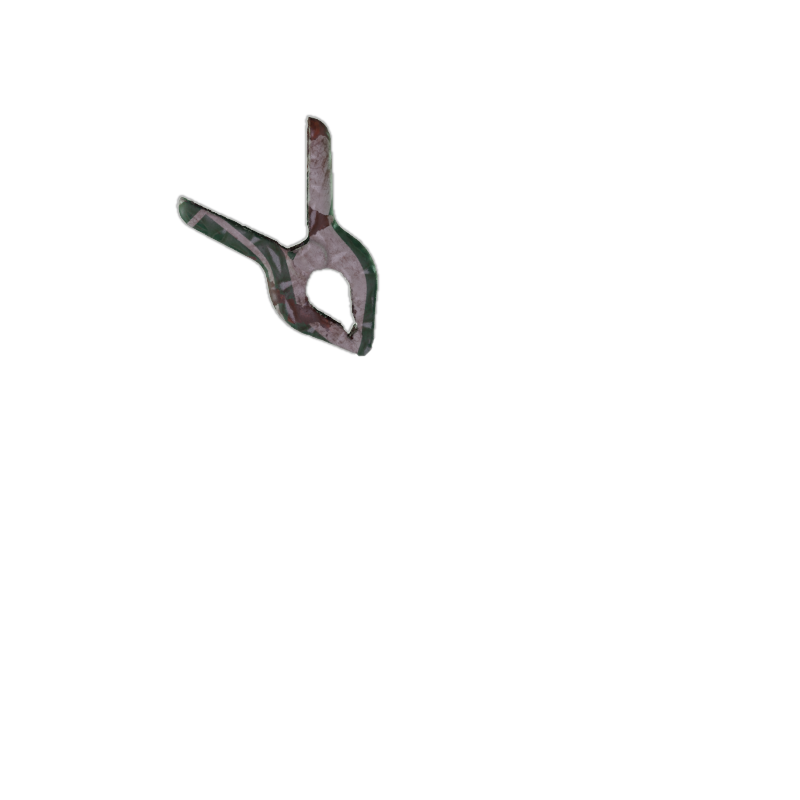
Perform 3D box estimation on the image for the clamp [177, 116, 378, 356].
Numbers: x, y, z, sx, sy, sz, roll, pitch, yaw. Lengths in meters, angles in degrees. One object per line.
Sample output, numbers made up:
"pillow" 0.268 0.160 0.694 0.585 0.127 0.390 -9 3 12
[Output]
"clamp" -0.062 -0.113 0.791 0.119 0.167 0.041 -39 11 9
